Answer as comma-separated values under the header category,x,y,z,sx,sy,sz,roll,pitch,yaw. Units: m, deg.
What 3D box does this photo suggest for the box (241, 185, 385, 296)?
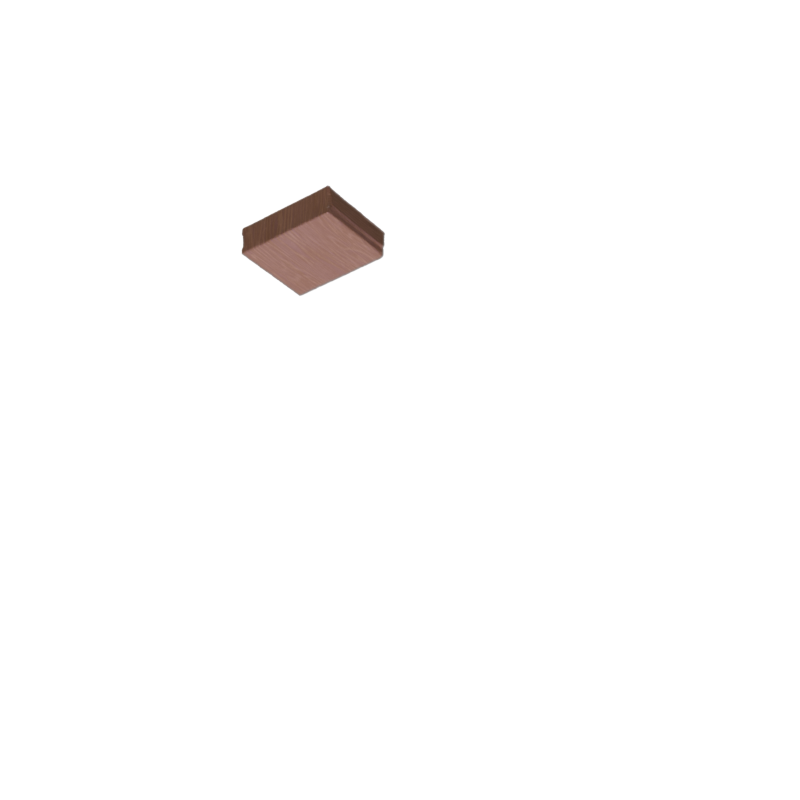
category,x,y,z,sx,sy,sz,roll,pitch,yaw
box,-0.068,-0.125,0.872,0.090,0.032,0.068,-22,-39,30
